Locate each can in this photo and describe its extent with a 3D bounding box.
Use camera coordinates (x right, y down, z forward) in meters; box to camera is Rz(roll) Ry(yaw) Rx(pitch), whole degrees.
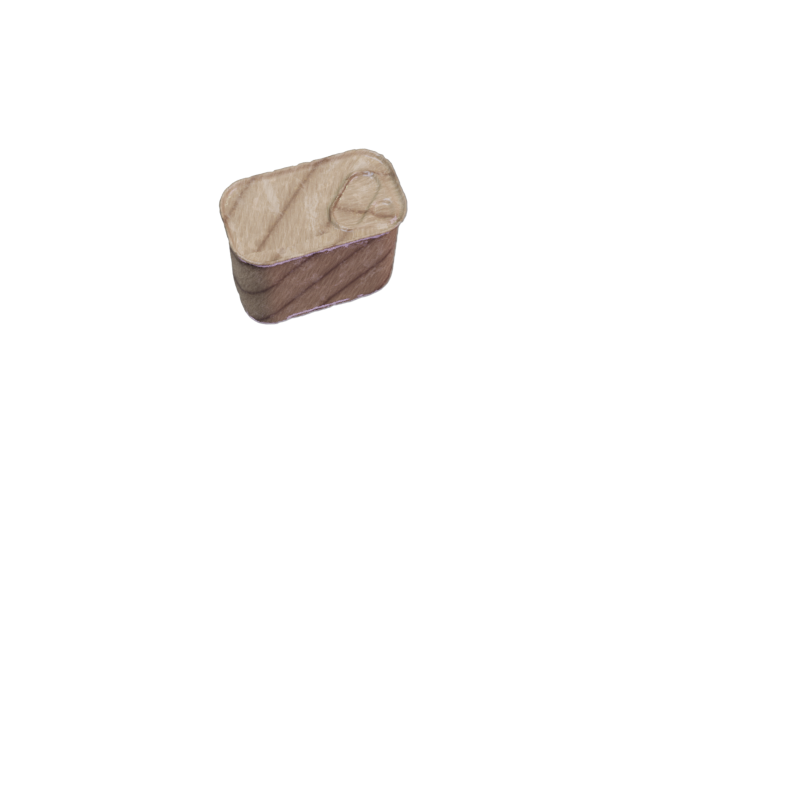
[{"bbox_3d":[-0.051,-0.093,0.648,0.101,0.061,0.079,-17,-23,-10],"label":"can"}]
